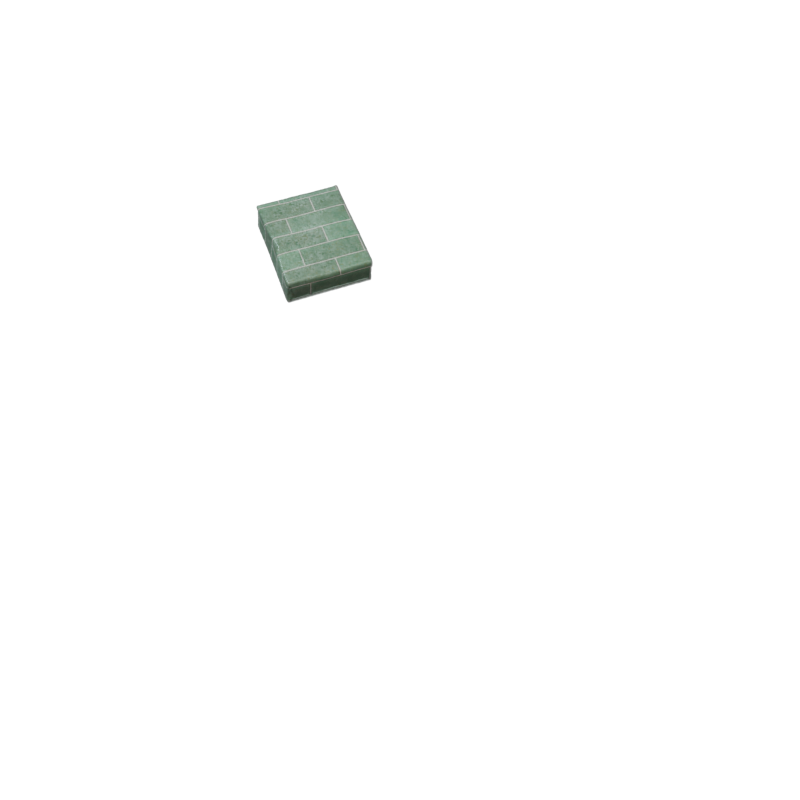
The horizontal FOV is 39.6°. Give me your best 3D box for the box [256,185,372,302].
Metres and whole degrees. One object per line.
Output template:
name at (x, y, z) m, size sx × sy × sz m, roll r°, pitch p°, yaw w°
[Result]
box at (-0.072, -0.131, 0.918) m, size 0.072 × 0.096 × 0.028 m, roll -16°, pitch -33°, yaw -11°
